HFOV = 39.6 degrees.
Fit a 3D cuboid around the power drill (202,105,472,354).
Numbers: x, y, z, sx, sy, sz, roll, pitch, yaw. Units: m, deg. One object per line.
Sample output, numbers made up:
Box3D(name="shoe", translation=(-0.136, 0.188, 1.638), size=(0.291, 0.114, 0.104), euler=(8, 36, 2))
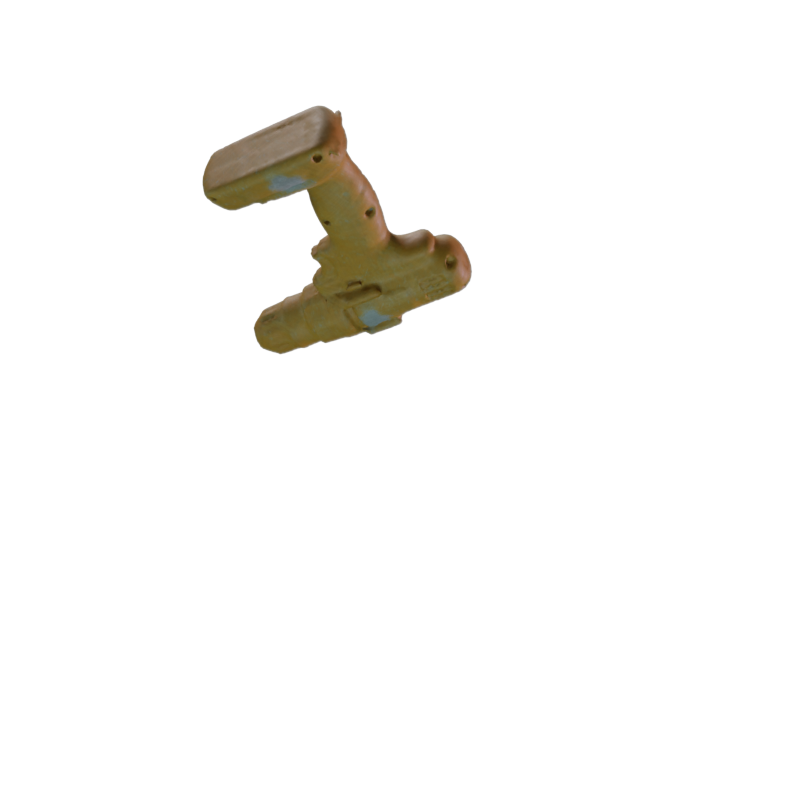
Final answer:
Box3D(name="power drill", translation=(-0.064, -0.117, 0.821), size=(0.185, 0.062, 0.173), euler=(-21, -47, 21))
